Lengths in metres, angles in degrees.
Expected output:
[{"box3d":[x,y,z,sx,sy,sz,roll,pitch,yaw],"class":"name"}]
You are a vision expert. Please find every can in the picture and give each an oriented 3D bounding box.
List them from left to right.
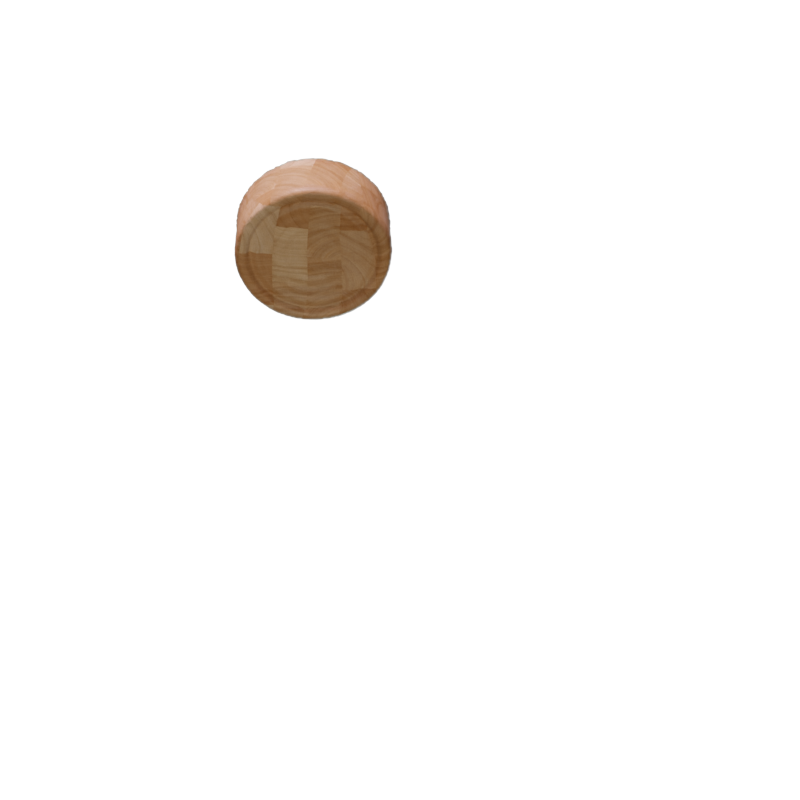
[{"box3d":[-0.047,-0.086,0.603,0.086,0.080,0.036,1,36,-1],"class":"can"}]
